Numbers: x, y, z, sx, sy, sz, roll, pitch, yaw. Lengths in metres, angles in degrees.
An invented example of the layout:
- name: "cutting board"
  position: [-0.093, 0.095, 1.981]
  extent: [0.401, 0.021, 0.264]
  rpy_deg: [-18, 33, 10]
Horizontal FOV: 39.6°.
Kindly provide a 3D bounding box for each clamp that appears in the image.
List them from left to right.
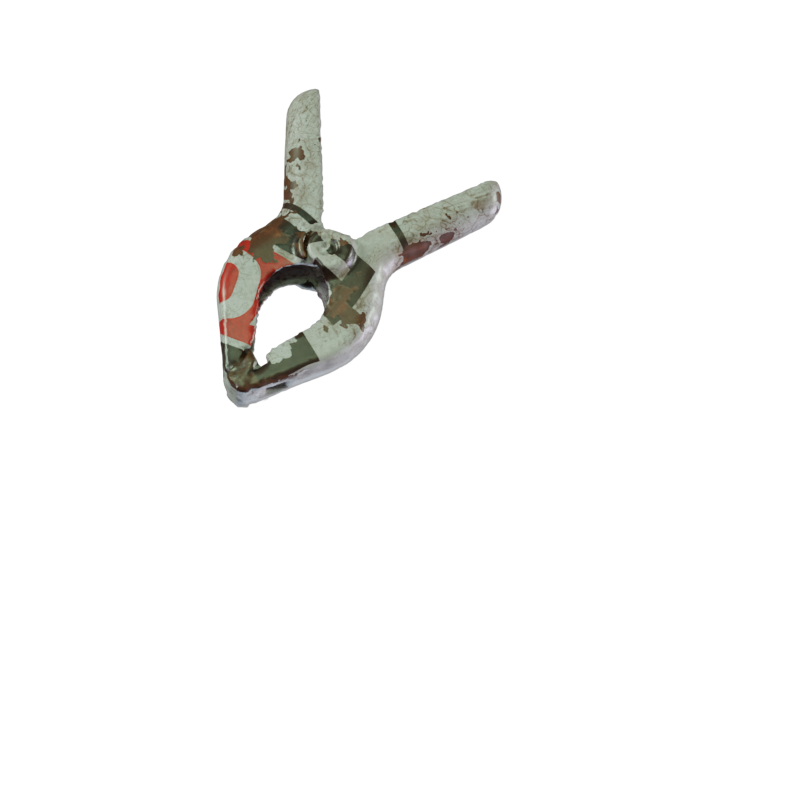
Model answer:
- name: "clamp"
  position: [-0.043, -0.078, 0.545]
  extent: [0.126, 0.175, 0.037]
  rpy_deg: [33, -26, 18]
